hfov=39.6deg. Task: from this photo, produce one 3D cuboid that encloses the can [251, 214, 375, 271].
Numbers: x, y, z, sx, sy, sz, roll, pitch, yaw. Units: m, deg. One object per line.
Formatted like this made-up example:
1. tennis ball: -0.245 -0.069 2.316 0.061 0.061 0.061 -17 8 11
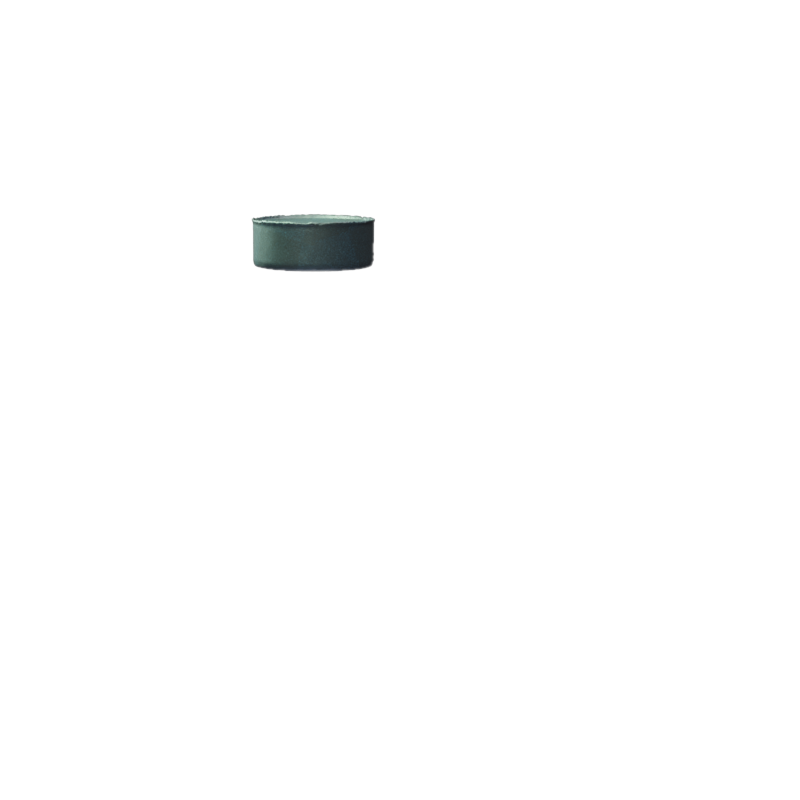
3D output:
1. can: -0.060 -0.110 0.773 0.086 0.033 0.088 0 12 -2
